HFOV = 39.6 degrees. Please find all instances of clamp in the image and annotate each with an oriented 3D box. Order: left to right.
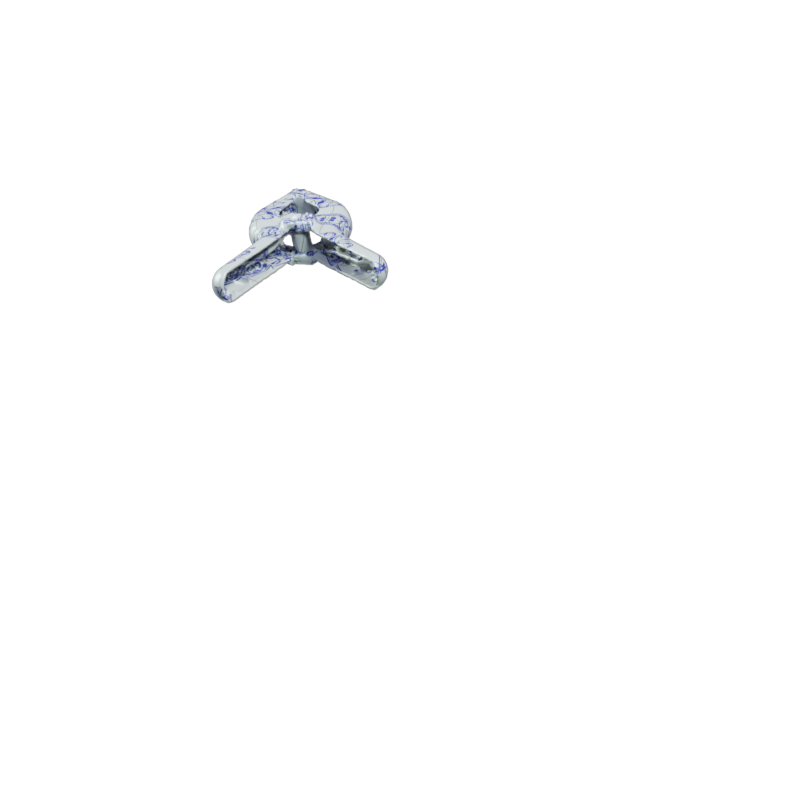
[{"bbox_3d":[-0.064,-0.117,0.823,0.121,0.037,0.180,3,31,5],"label":"clamp"}]
